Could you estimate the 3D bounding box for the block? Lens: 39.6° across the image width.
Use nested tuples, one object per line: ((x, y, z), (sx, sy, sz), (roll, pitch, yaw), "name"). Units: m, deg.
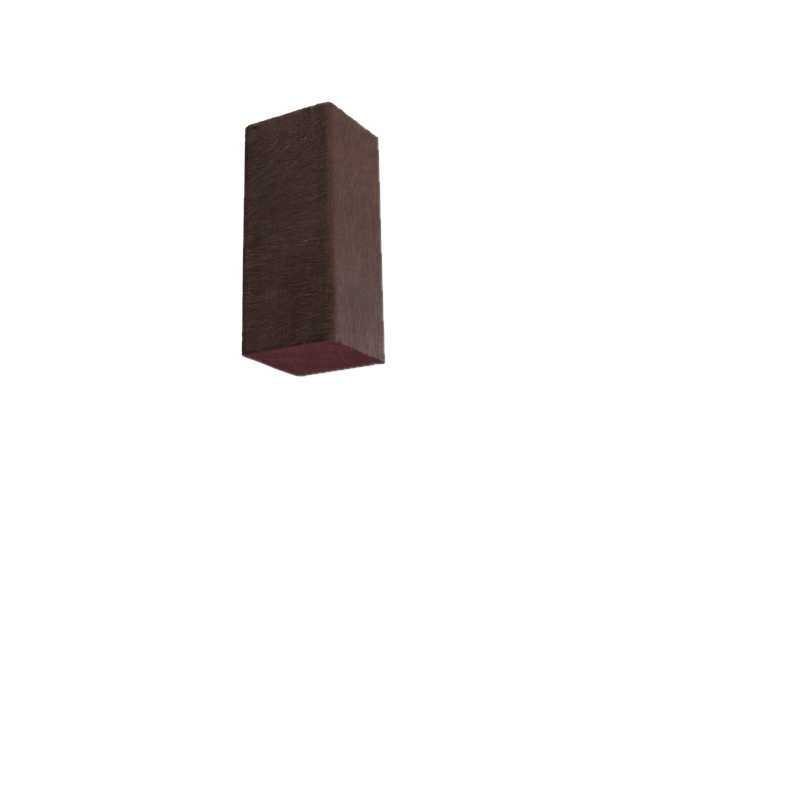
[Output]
((-0.074, -0.135, 0.941), (0.092, 0.216, 0.084), (-12, -21, 28), "block")
